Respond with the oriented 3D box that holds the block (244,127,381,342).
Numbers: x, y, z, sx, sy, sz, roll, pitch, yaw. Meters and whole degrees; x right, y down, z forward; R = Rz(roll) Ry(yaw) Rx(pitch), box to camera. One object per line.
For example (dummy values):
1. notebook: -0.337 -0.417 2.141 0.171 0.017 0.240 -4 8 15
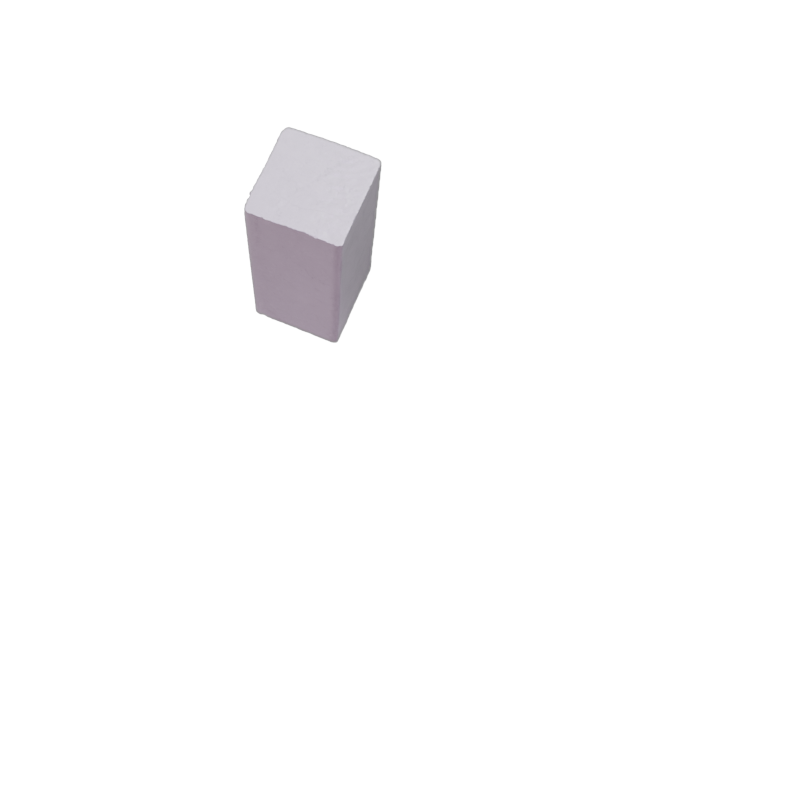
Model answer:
1. block: -0.078 -0.143 0.995 0.092 0.094 0.196 22 -21 5
